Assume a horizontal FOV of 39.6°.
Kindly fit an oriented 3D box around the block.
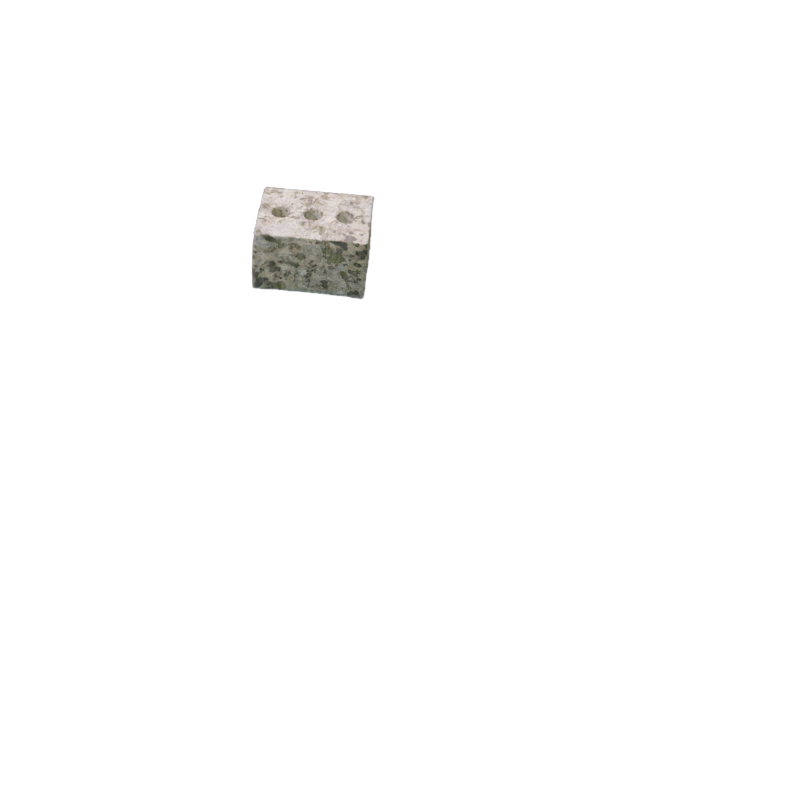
[{"bbox_3d":[-0.059,-0.108,0.755,0.078,0.056,0.048,5,-45,4],"label":"block"}]
